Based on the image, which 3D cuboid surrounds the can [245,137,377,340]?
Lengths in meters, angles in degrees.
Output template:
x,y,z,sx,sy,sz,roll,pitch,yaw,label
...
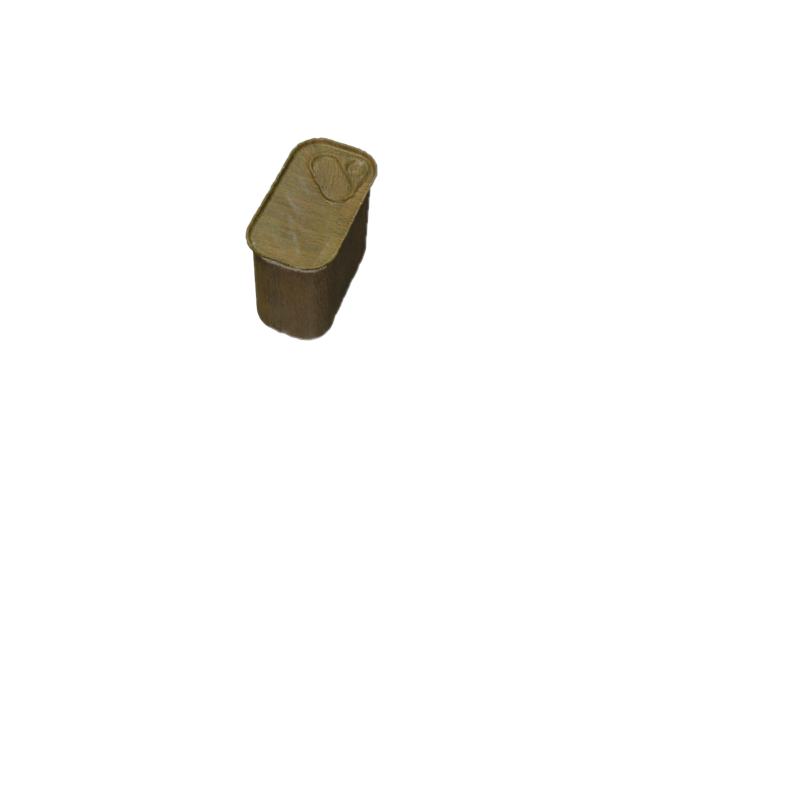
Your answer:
x,y,z,sx,sy,sz,roll,pitch,yaw,label
-0.055,-0.101,0.706,0.059,0.106,0.078,18,-33,9,can
